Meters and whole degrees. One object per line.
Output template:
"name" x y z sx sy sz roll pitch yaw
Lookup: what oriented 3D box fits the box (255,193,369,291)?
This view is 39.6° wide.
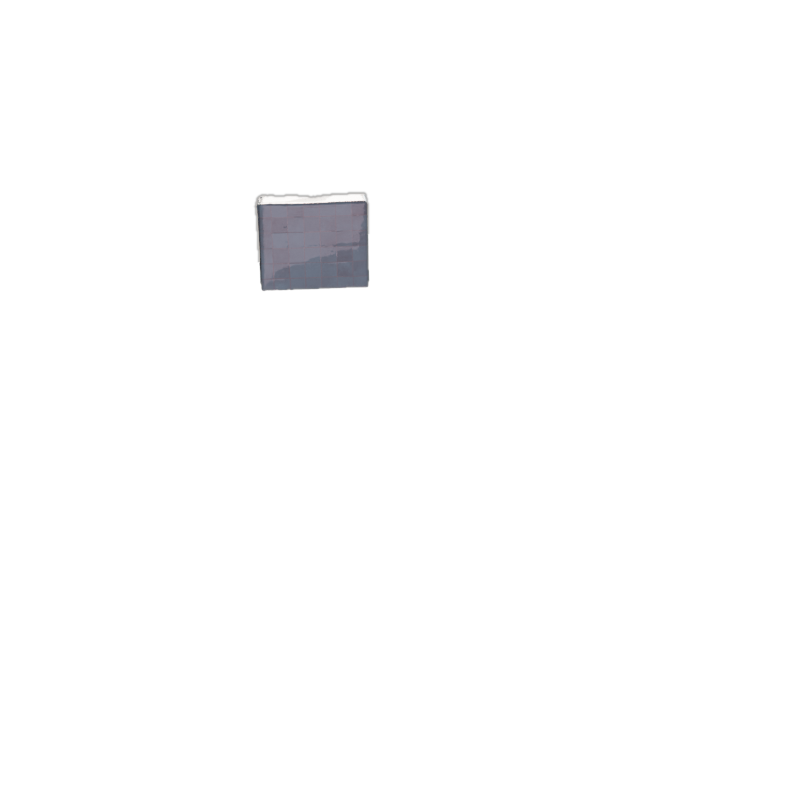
"box" -0.070 -0.128 0.896 0.089 0.070 0.031 -1 19 0
